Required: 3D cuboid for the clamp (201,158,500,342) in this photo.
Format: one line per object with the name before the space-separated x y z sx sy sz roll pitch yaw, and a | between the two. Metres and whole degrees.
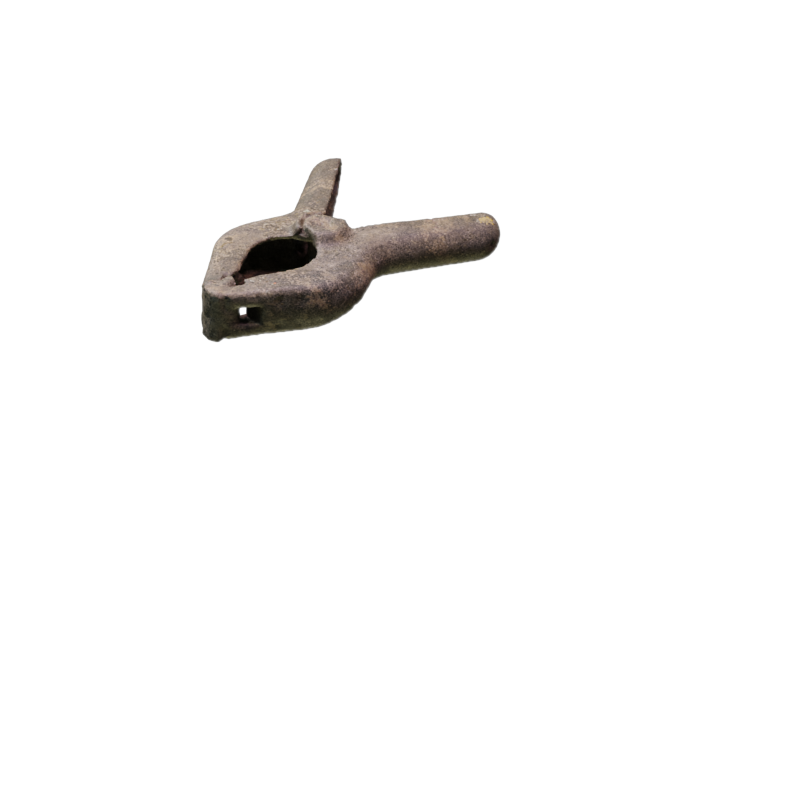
clamp | -0.045 -0.082 0.572 0.170 0.037 0.128 -25 38 -38
